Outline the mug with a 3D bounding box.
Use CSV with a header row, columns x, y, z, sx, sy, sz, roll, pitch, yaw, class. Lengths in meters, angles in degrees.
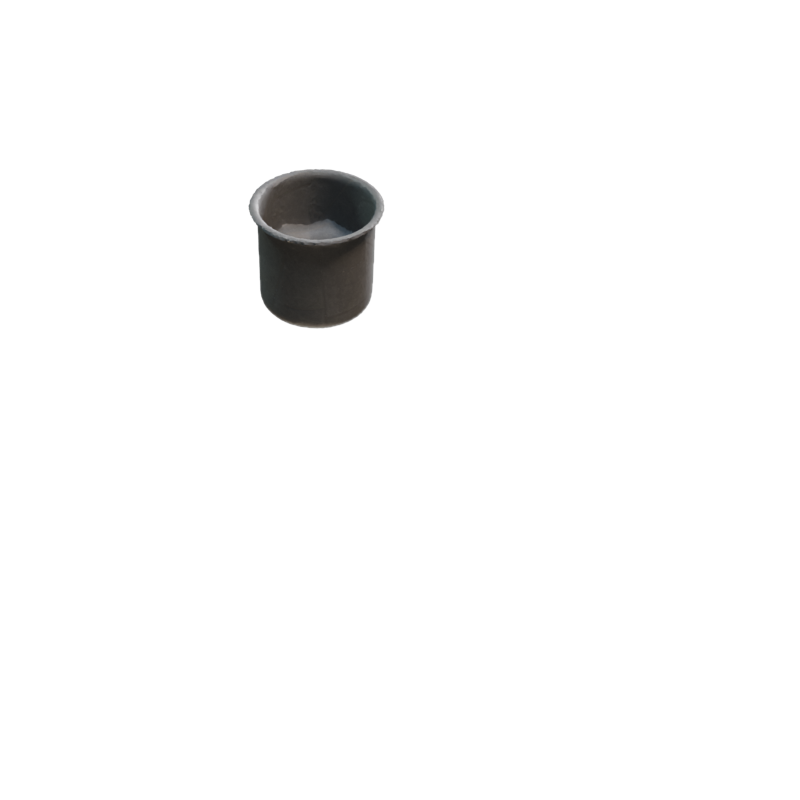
x,y,z,sx,sy,sz,roll,pitch,yaw,class
-0.062,-0.113,0.794,0.092,0.076,0.127,-8,41,-11,mug
